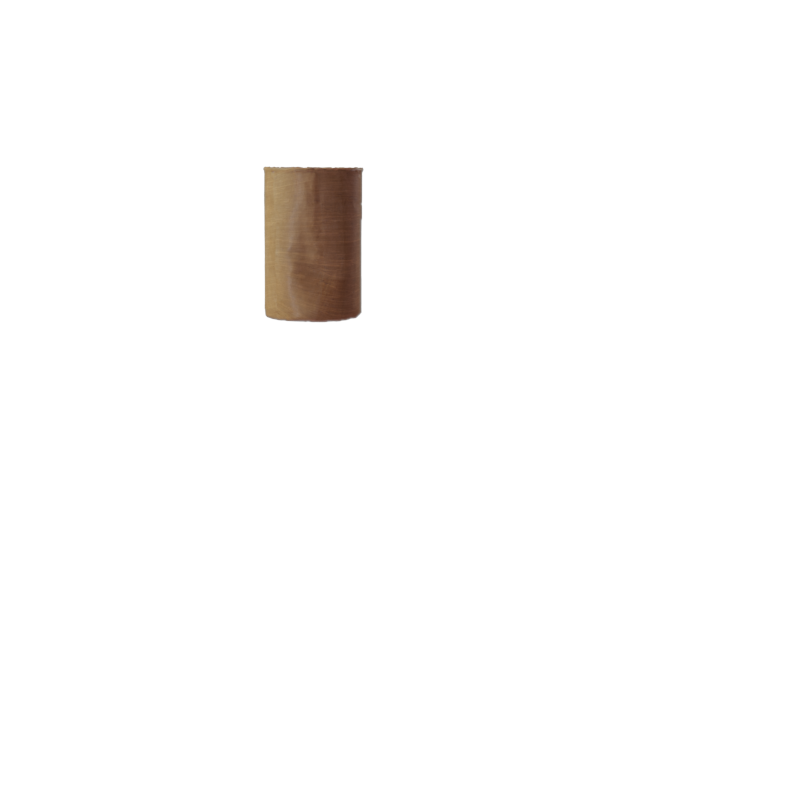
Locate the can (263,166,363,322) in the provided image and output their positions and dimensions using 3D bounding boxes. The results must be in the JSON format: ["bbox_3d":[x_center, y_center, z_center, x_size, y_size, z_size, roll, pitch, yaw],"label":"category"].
[{"bbox_3d":[-0.059,-0.108,0.756,0.068,0.101,0.070,0,6,-2],"label":"can"}]
